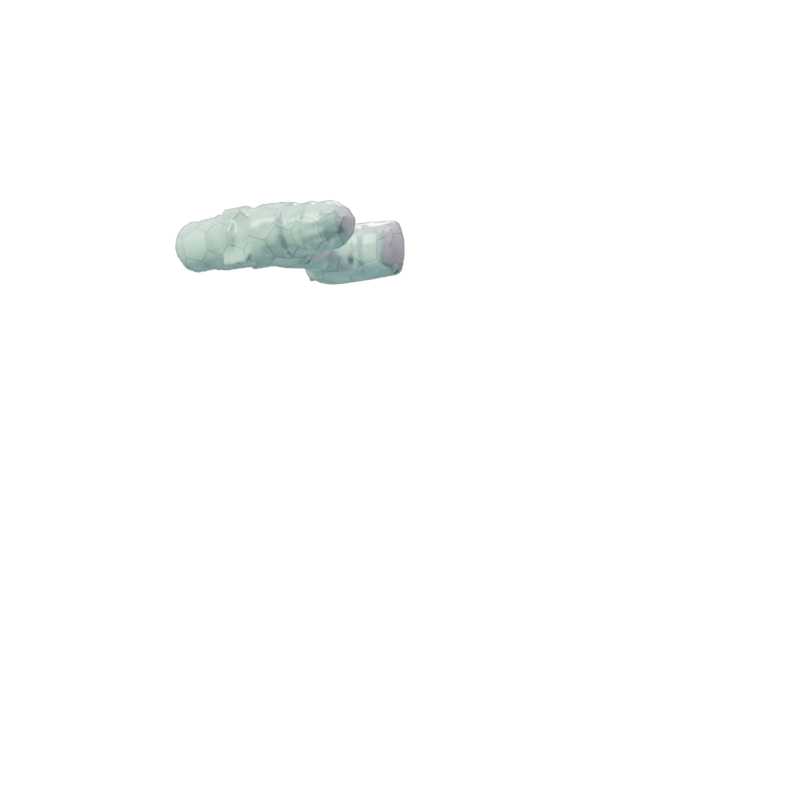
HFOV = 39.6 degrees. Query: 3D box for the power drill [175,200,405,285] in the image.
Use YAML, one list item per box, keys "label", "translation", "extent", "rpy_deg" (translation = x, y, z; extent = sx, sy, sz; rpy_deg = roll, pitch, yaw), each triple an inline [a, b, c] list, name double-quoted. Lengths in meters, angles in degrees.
- label: "power drill"
  translation: [-0.077, -0.141, 0.988]
  extent: [0.191, 0.058, 0.179]
  rpy_deg: [-1, -1, 37]
